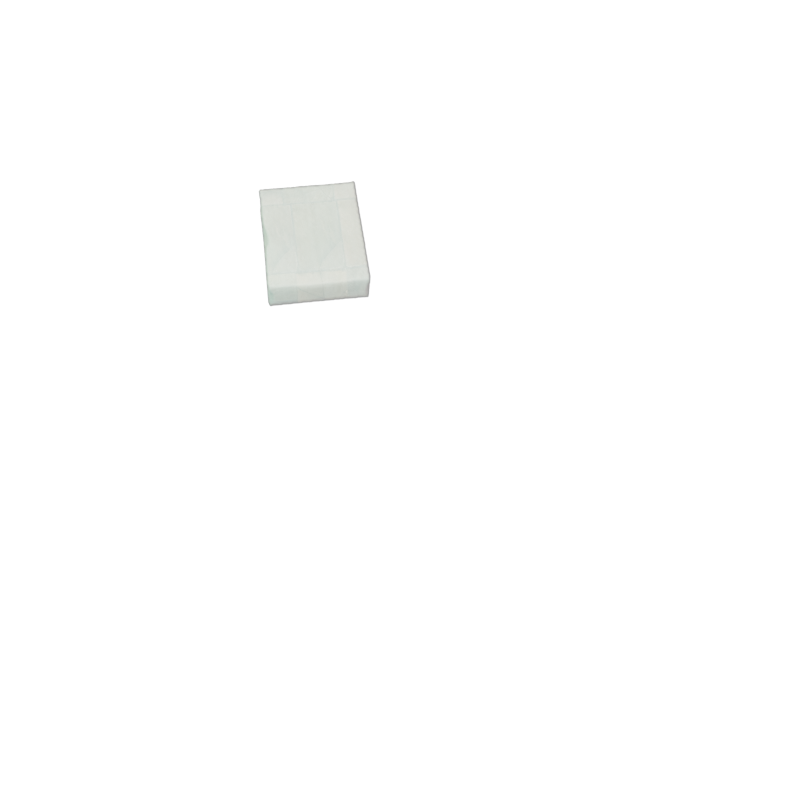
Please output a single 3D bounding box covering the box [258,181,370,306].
[{"bbox_3d":[-0.063,-0.116,0.810,0.073,0.095,0.028,-6,-30,-4],"label":"box"}]
